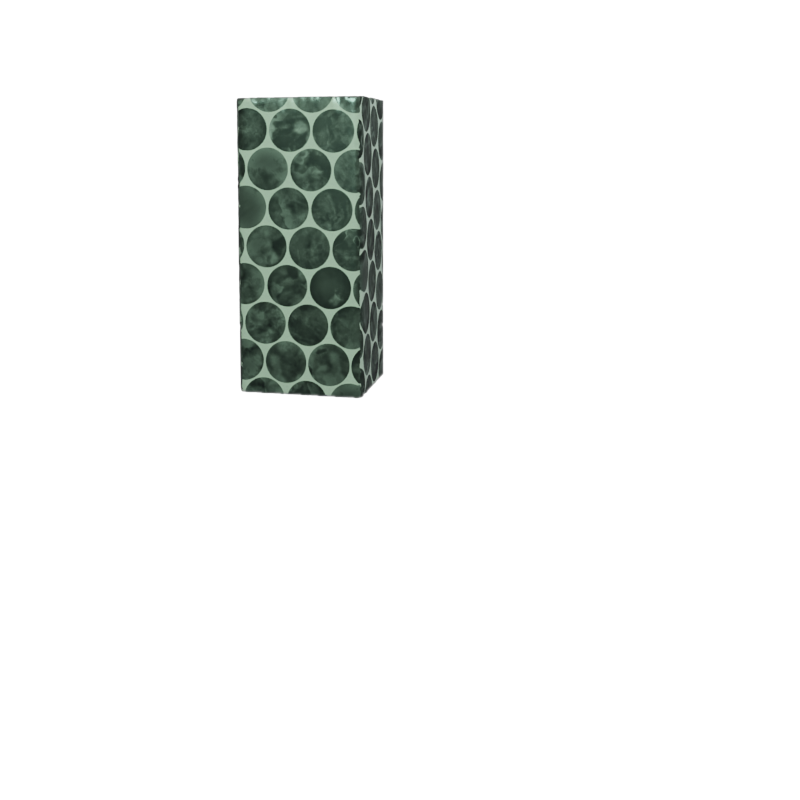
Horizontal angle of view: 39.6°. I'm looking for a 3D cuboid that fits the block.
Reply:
[{"bbox_3d":[-0.063,-0.115,0.803,0.092,0.203,0.090,2,7,11],"label":"block"}]
